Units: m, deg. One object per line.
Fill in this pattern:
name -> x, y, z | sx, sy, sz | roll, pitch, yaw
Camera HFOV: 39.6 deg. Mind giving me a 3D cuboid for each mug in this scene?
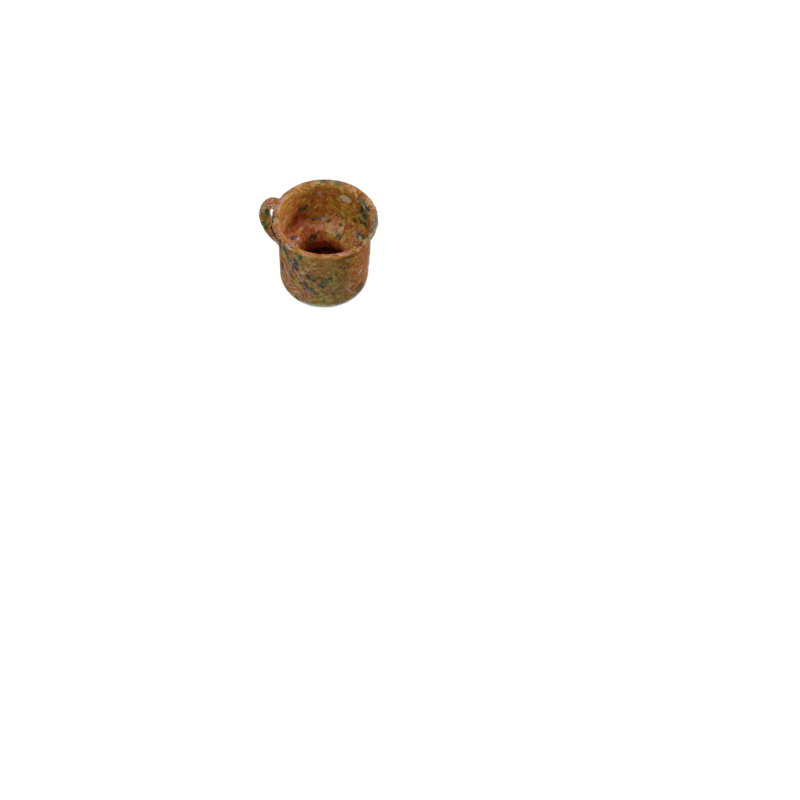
mug -> -0.078, -0.143, 0.998 | 0.122, 0.096, 0.076 | 27, -33, 18
